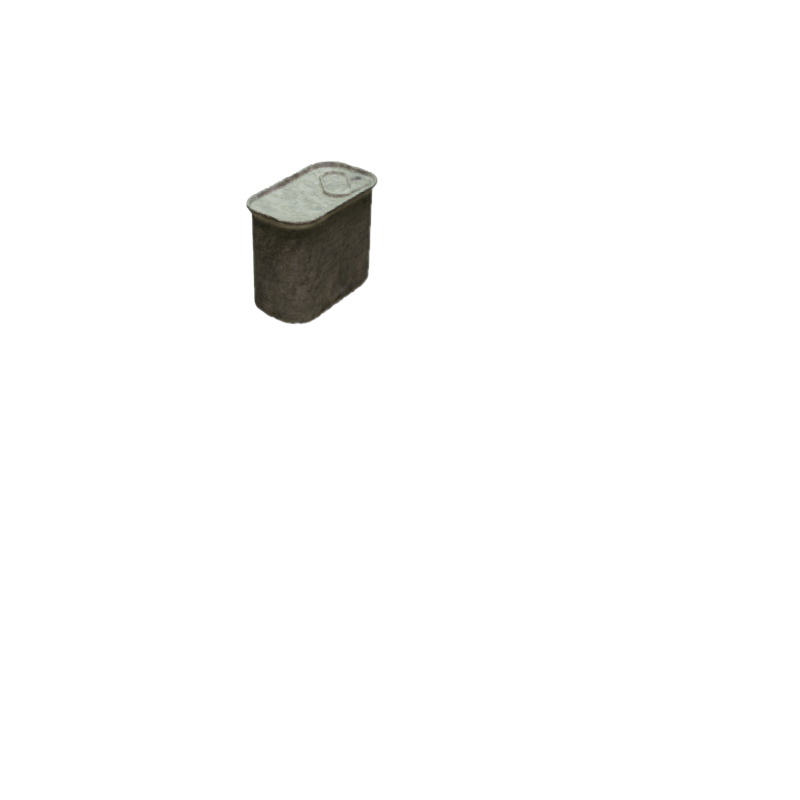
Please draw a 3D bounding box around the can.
[{"bbox_3d":[-0.063,-0.114,0.799,0.061,0.079,0.103,21,37,28],"label":"can"}]
